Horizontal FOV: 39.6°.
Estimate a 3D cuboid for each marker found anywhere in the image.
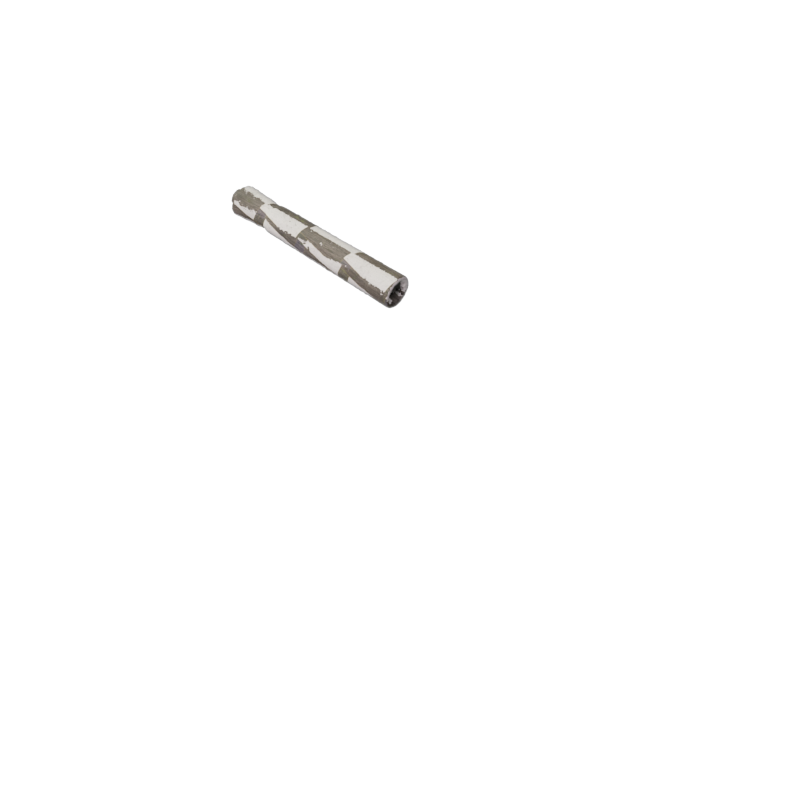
[{"bbox_3d":[-0.048,-0.087,0.608,0.129,0.019,0.019,34,21,30],"label":"marker"}]
